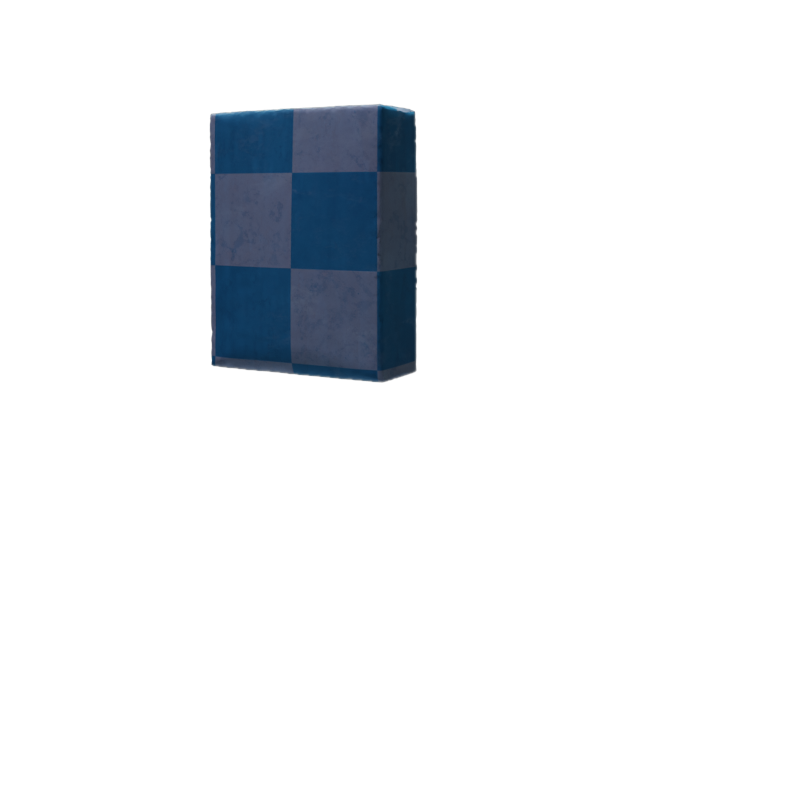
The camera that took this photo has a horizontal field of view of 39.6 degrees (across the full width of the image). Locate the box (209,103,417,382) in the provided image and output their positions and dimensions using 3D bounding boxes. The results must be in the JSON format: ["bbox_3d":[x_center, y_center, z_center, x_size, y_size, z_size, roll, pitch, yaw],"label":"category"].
[{"bbox_3d":[-0.071,-0.130,0.908,0.170,0.212,0.070,3,4,29],"label":"box"}]
